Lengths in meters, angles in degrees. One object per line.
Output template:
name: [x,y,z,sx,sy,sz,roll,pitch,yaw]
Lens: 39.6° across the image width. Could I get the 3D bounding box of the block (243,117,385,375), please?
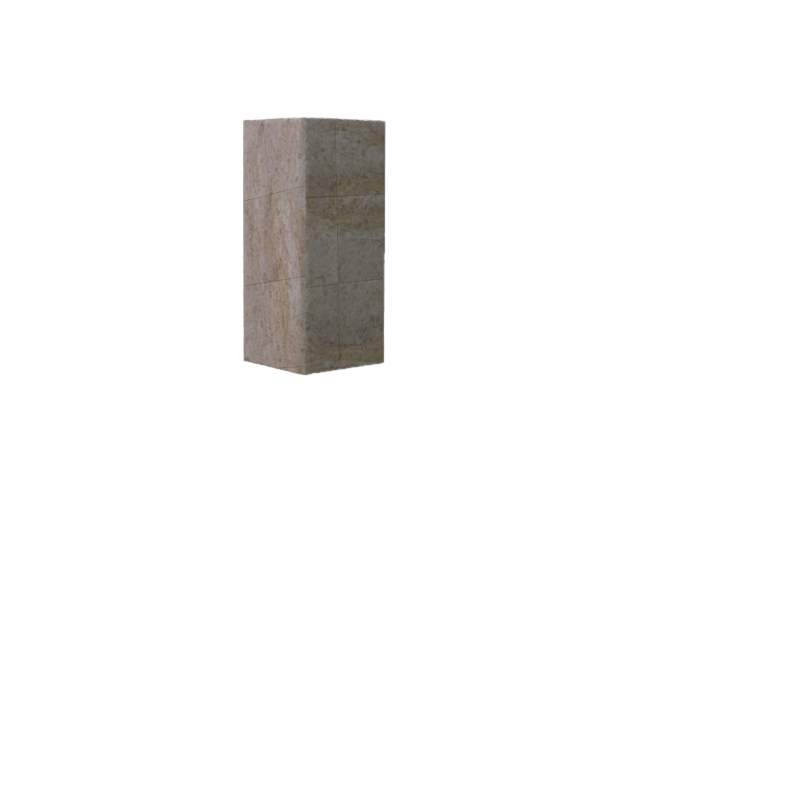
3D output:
block: [-0.074,-0.135,0.942,0.088,0.204,0.094,-4,7,-41]
